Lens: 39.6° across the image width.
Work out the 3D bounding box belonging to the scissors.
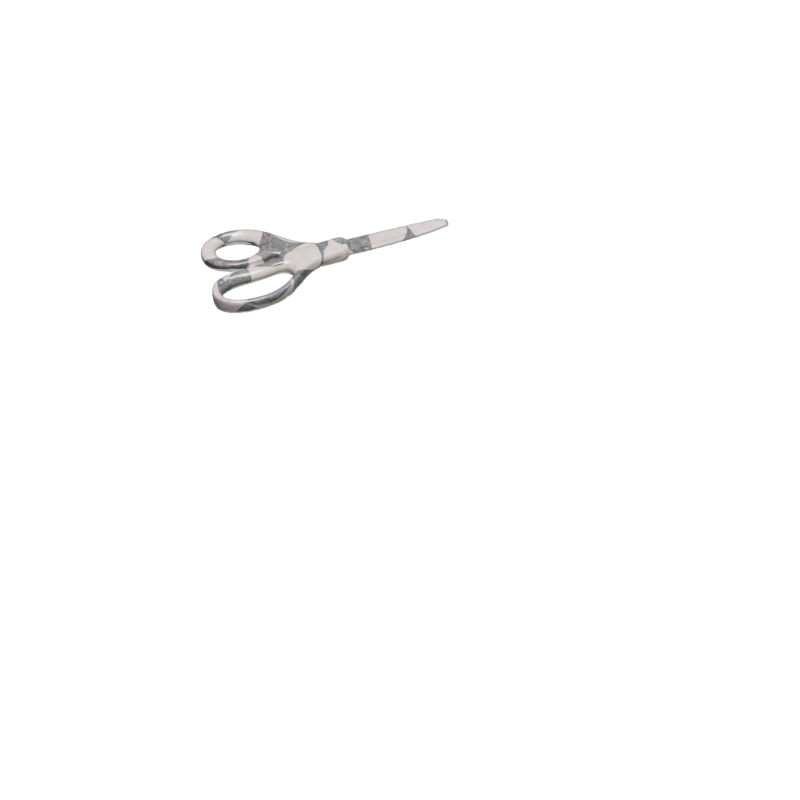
[{"bbox_3d":[-0.068,-0.124,0.867,0.201,0.015,0.103,-30,50,-29],"label":"scissors"}]
